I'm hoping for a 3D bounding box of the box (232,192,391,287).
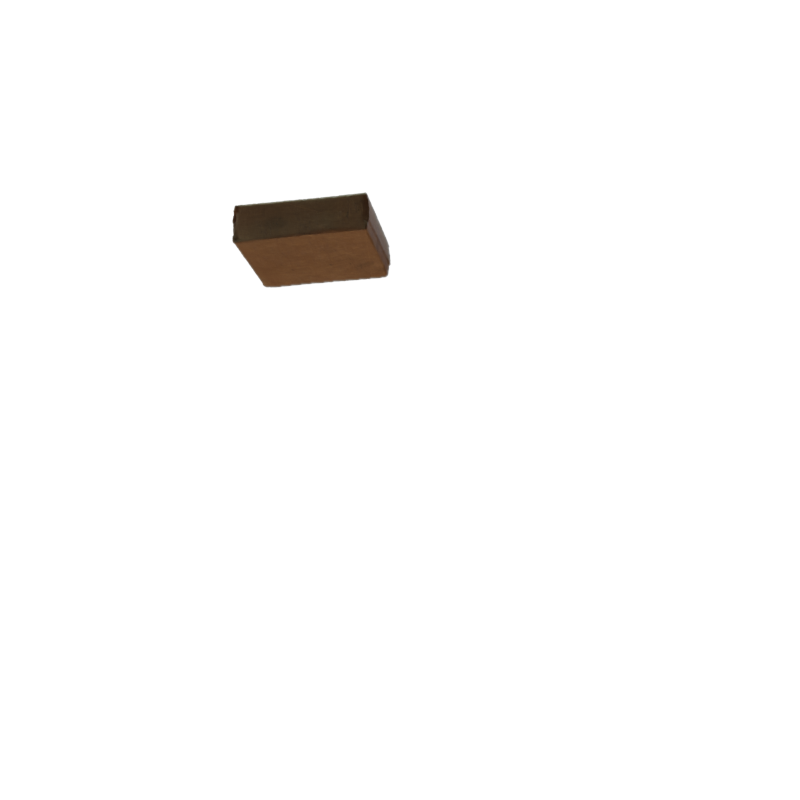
[{"bbox_3d":[-0.071,-0.130,0.911,0.115,0.041,0.084,-5,-23,11],"label":"box"}]
